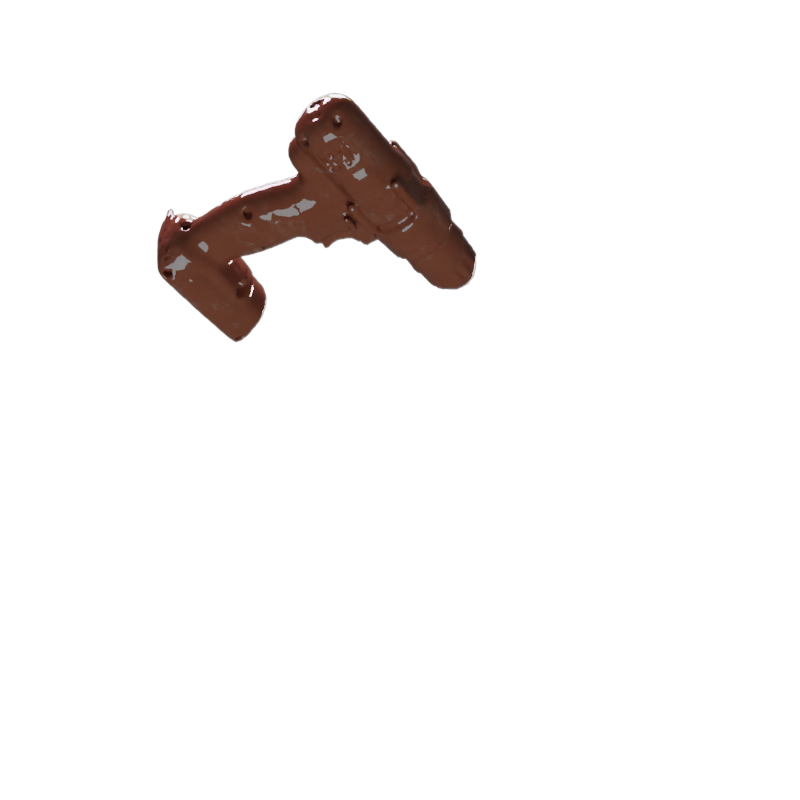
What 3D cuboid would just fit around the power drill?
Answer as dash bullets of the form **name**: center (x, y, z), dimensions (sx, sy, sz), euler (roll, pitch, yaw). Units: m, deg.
- **power drill**: center (-0.061, -0.111, 0.779), dimensions (0.188, 0.062, 0.171), euler (-26, -51, 23)
